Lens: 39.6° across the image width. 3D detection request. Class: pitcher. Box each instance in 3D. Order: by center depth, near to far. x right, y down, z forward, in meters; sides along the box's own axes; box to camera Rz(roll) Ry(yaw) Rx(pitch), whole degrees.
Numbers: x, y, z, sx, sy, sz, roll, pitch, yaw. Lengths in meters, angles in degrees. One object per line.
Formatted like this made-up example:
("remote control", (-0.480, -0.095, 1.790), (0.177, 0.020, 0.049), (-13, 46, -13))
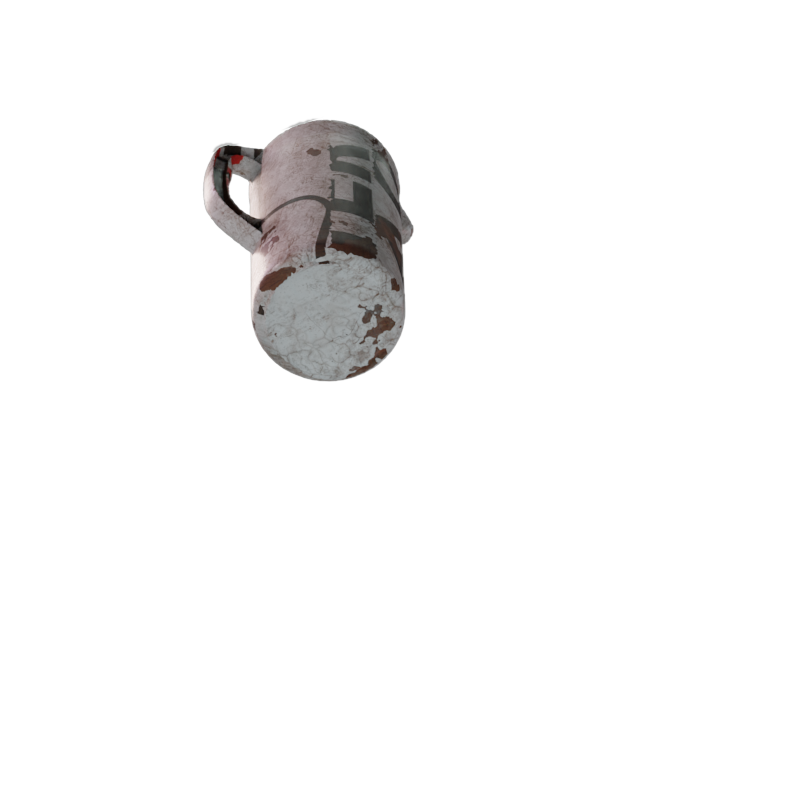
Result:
("pitcher", (-0.068, -0.124, 0.868), (0.150, 0.136, 0.258), (-17, 29, 6))
